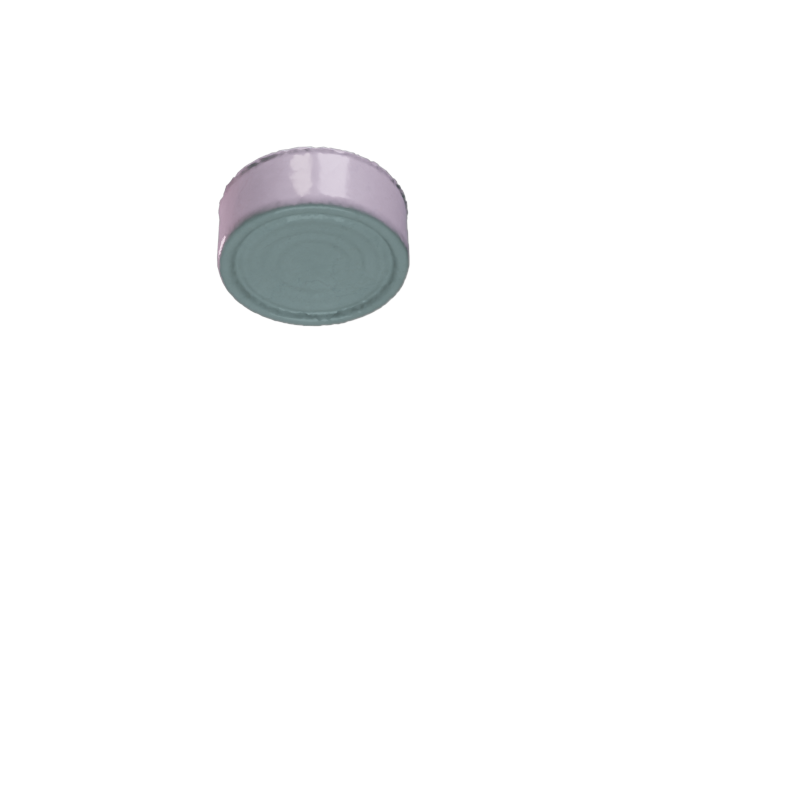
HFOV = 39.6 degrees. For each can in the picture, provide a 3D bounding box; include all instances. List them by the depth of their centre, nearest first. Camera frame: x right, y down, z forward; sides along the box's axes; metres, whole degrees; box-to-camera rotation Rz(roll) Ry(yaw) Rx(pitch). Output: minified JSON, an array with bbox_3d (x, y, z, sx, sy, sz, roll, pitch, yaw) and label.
[{"bbox_3d":[-0.039,-0.070,0.492,0.086,0.036,0.080,1,-37,-2],"label":"can"}]
